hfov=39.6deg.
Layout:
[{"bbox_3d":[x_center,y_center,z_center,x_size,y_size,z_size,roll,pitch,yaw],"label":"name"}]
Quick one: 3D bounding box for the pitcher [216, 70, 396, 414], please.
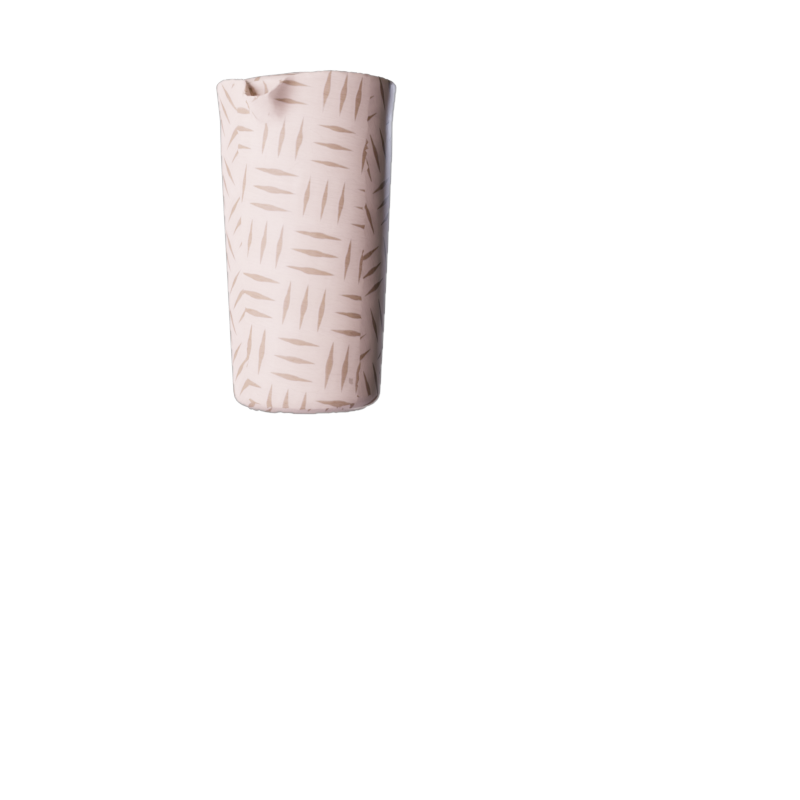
[{"bbox_3d":[-0.065,-0.118,0.826,0.145,0.244,0.149,0,0,-25],"label":"pitcher"}]
